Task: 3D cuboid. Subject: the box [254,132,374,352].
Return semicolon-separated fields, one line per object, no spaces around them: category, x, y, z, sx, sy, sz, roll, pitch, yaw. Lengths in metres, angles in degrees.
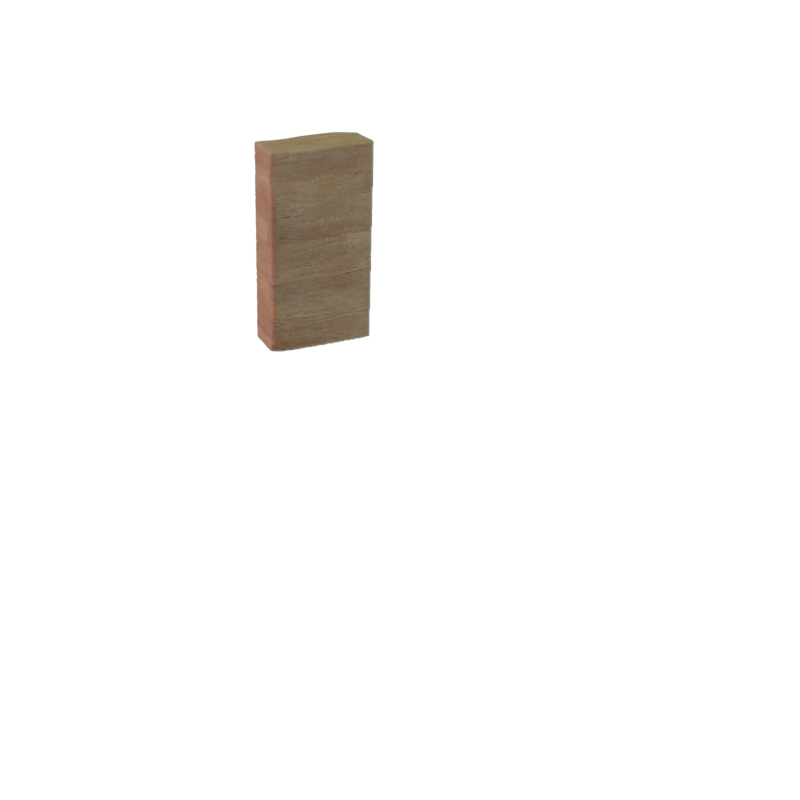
box;-0.072;-0.132;0.925;0.091;0.169;0.051;-9;22;-25
